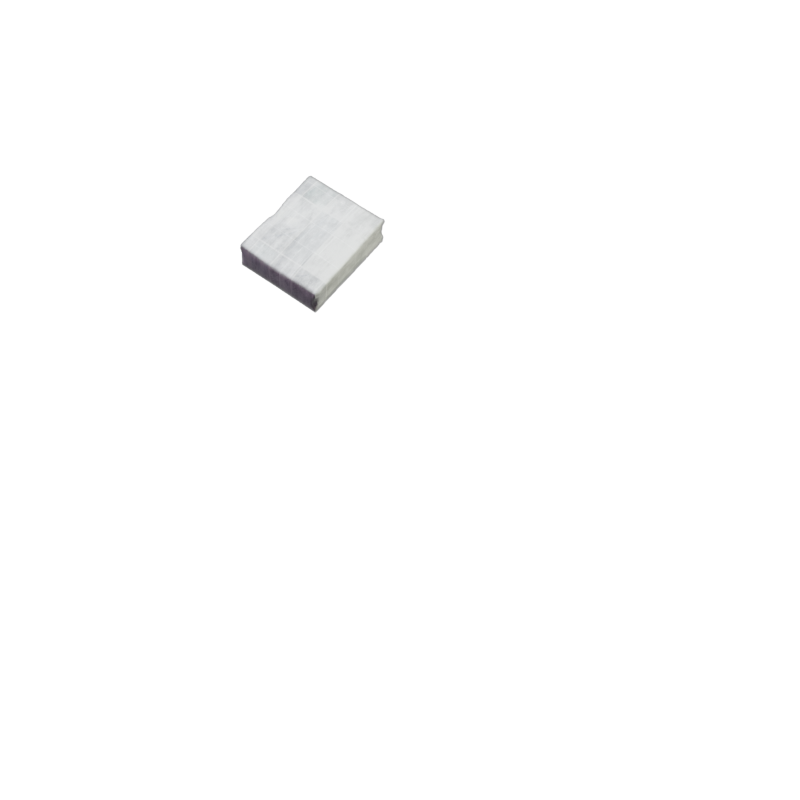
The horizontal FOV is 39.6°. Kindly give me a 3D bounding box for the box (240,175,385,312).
[{"bbox_3d":[-0.066,-0.121,0.846,0.076,0.091,0.028,32,-27,18],"label":"box"}]
